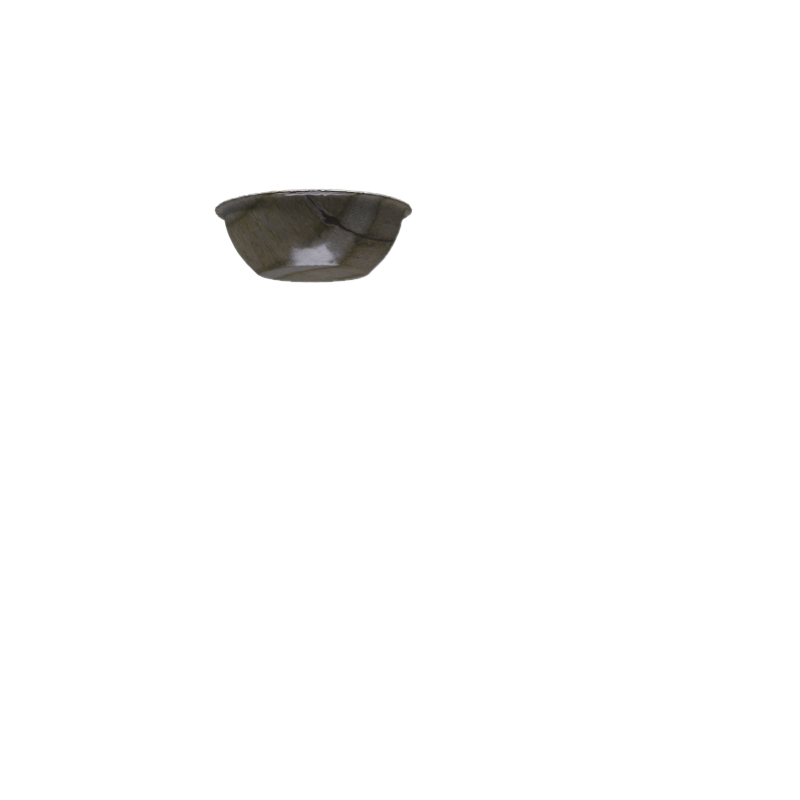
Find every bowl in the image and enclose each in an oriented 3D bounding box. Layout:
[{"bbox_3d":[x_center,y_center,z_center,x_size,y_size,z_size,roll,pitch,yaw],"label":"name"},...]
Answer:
[{"bbox_3d":[-0.071,-0.129,0.905,0.162,0.056,0.160,0,-3,-2],"label":"bowl"}]
